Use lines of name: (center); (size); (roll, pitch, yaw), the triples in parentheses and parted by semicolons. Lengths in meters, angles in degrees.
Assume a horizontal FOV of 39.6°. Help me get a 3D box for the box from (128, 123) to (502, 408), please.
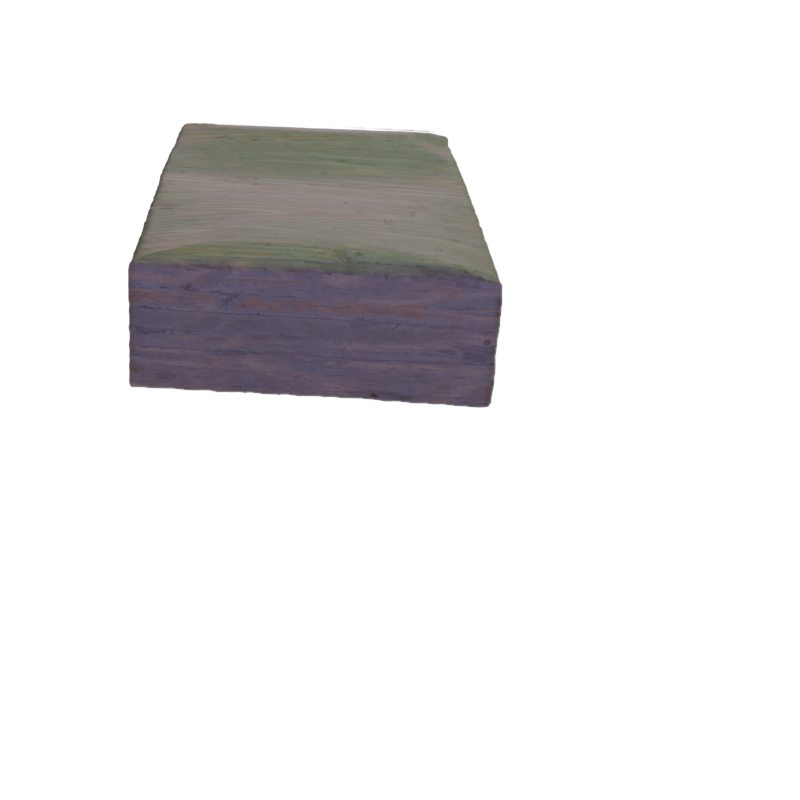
box: (-0.045, -0.082, 0.577); (0.163, 0.068, 0.226); (2, 29, -4)
